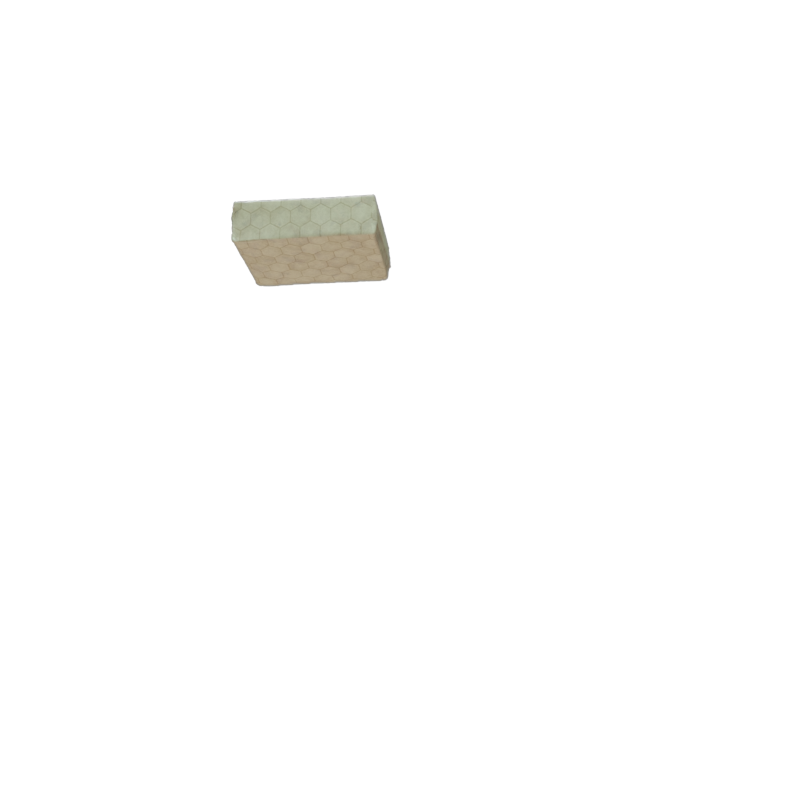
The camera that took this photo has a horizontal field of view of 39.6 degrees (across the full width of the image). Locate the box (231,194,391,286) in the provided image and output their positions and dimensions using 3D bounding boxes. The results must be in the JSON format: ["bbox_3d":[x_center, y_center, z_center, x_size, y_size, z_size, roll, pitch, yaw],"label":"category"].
[{"bbox_3d":[-0.068,-0.124,0.872,0.114,0.041,0.084,-3,-20,7],"label":"box"}]
